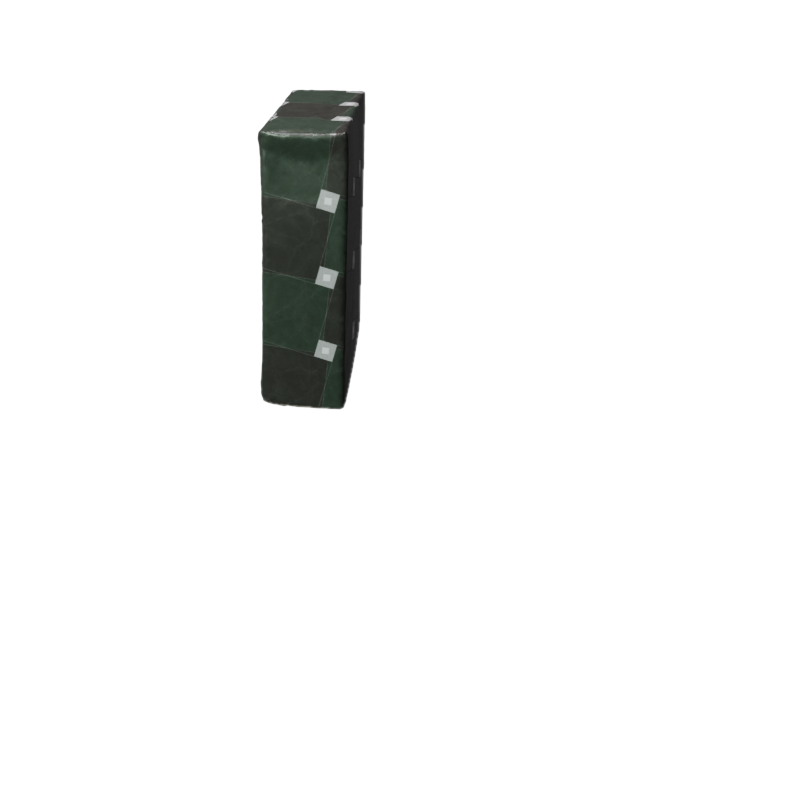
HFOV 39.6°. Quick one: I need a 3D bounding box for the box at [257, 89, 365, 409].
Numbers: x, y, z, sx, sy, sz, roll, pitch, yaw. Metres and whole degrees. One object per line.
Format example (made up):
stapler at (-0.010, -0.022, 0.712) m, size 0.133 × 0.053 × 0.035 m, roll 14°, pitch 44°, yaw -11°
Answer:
box at (-0.068, -0.125, 0.872) m, size 0.072 × 0.205 × 0.171 m, roll 2°, pitch 21°, yaw 2°
